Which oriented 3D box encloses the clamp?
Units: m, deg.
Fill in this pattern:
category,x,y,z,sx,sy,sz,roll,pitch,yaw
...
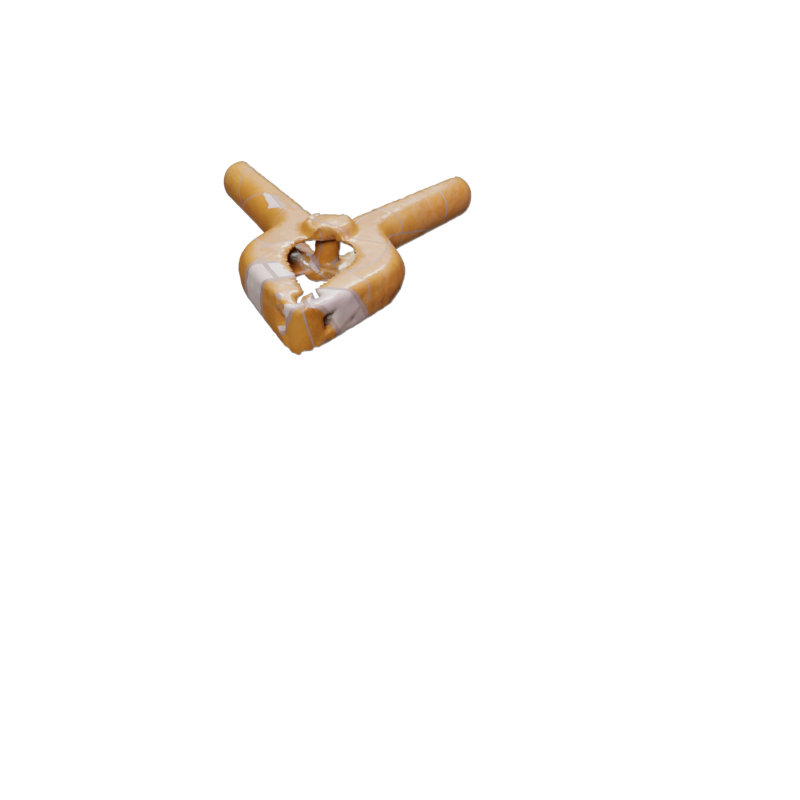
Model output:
category,x,y,z,sx,sy,sz,roll,pitch,yaw
clamp,-0.052,-0.095,0.666,0.168,0.034,0.219,7,33,11
